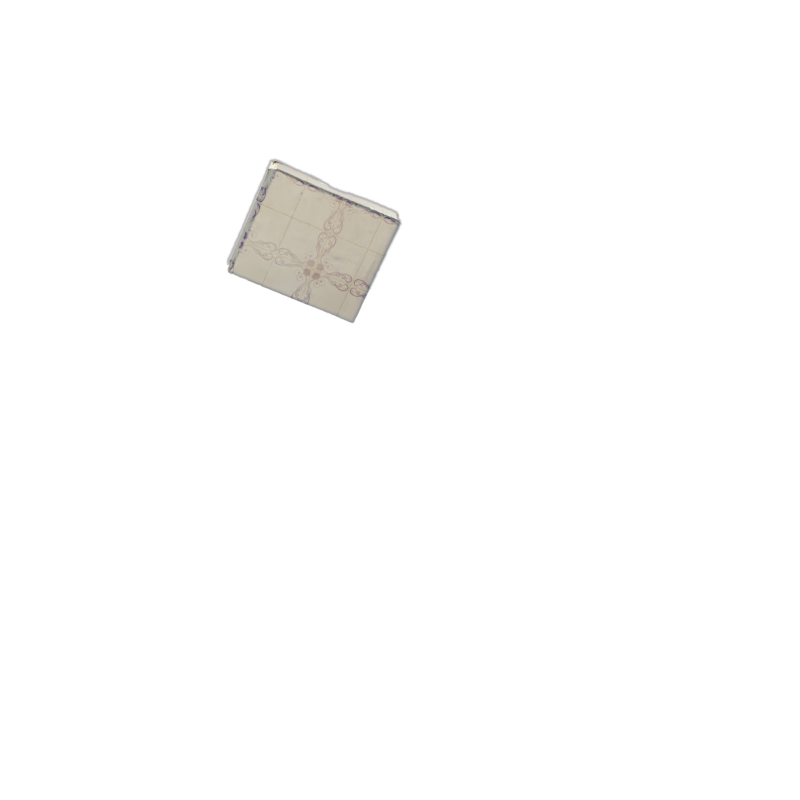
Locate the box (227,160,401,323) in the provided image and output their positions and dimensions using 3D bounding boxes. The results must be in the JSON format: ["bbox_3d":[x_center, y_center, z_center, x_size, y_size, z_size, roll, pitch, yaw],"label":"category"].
[{"bbox_3d":[-0.055,-0.100,0.698,0.088,0.071,0.031,23,15,-7],"label":"box"}]
